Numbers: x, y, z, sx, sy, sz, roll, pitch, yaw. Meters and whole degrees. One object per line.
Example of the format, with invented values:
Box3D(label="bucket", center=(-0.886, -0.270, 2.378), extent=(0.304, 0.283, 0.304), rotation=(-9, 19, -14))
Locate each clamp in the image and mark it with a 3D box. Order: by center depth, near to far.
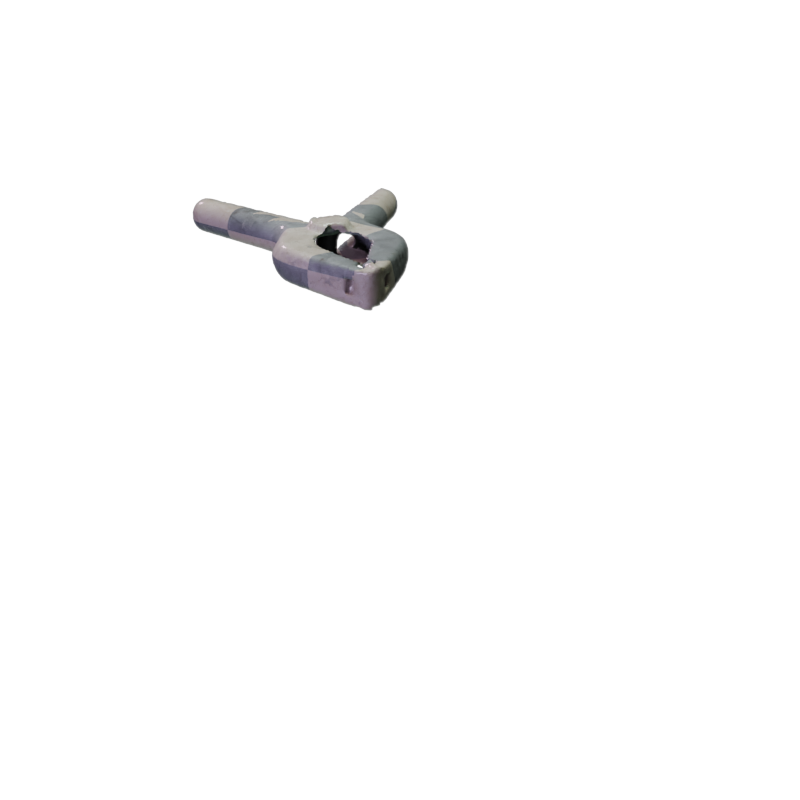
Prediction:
Box3D(label="clamp", center=(-0.062, -0.114, 0.797), extent=(0.163, 0.035, 0.223), rotation=(-5, 25, -10))
